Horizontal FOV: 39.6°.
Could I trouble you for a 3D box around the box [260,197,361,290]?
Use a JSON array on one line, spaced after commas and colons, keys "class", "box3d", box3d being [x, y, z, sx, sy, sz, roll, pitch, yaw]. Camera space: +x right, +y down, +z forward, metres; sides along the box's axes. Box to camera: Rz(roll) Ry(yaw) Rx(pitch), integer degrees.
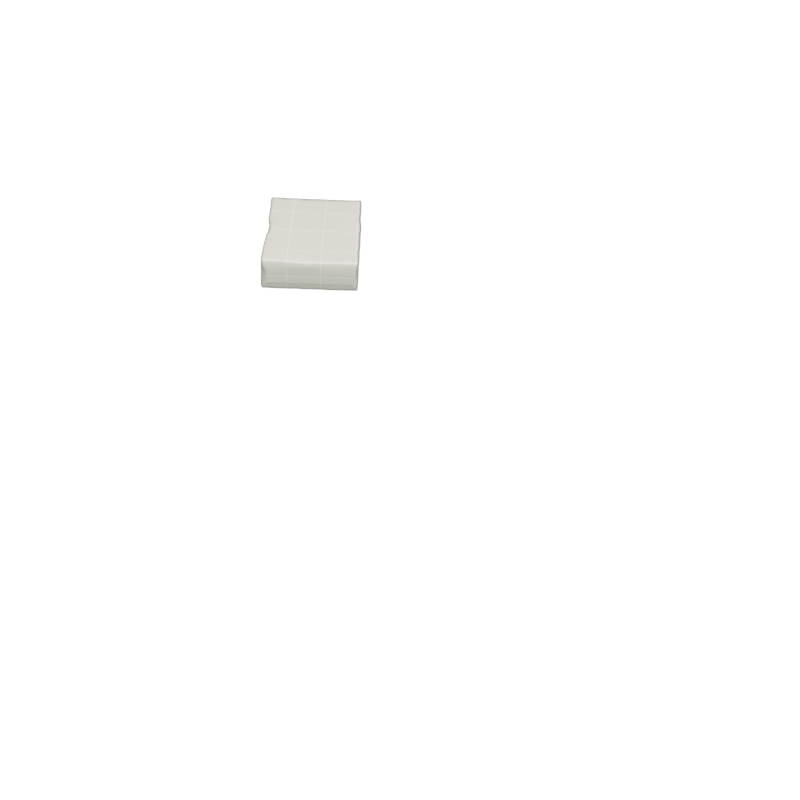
[{"class": "box", "box3d": [-0.067, -0.123, 0.858, 0.073, 0.028, 0.095, 2, 40, 1]}]
